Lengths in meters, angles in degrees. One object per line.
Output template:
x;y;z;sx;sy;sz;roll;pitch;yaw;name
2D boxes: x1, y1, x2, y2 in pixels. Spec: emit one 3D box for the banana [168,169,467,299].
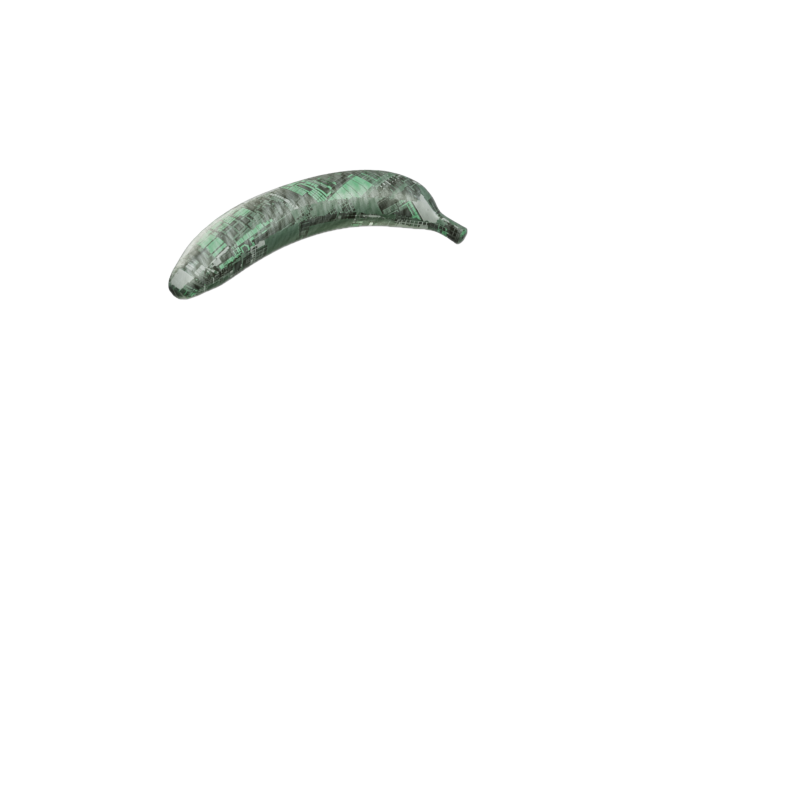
-0.058;-0.113;0.709;0.195;0.034;0.075;-15;45;-16;banana
